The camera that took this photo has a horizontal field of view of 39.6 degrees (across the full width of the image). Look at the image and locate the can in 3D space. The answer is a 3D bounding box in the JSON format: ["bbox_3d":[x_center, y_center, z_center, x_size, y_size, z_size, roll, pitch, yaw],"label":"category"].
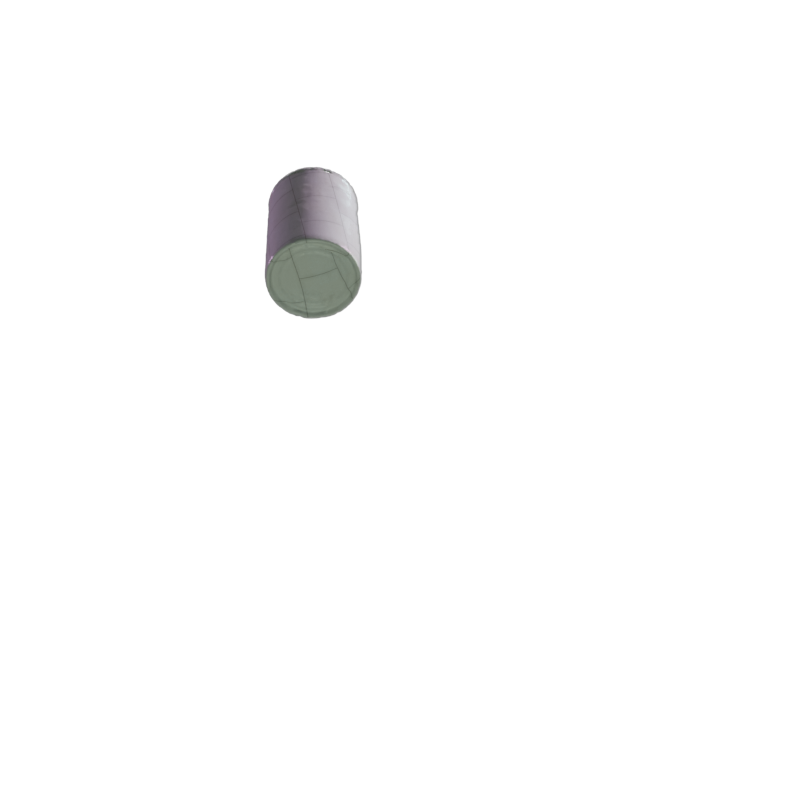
[{"bbox_3d":[-0.062,-0.113,0.794,0.068,0.064,0.109,-1,36,-3],"label":"can"}]
